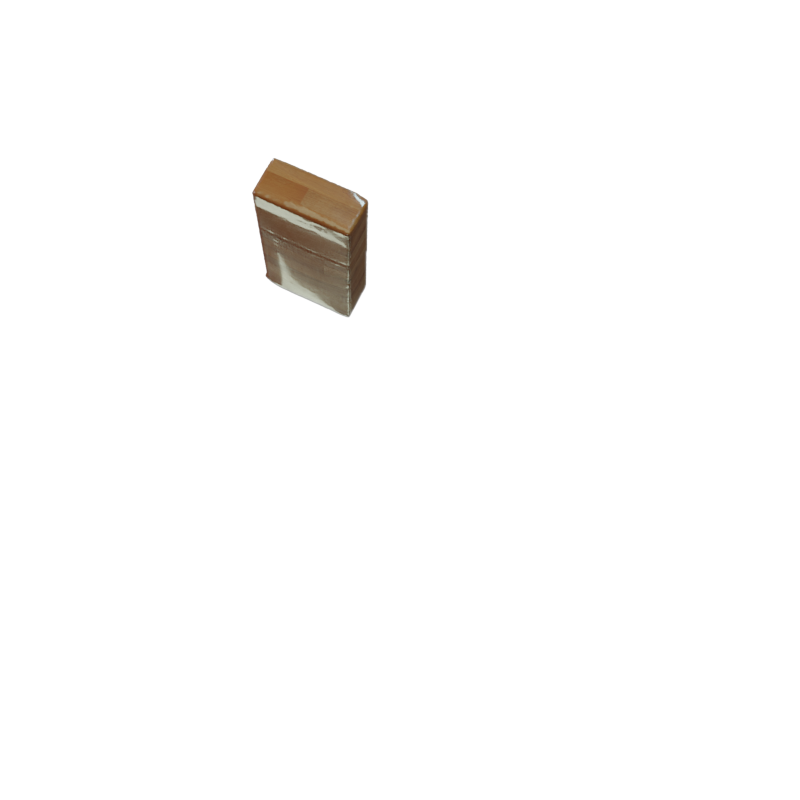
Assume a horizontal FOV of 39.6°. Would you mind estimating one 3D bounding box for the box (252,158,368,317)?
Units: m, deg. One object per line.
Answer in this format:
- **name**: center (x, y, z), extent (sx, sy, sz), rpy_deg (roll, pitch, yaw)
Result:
- **box**: center (-0.077, -0.142, 0.991), extent (0.095, 0.049, 0.167), rpy_deg (26, -21, 7)
